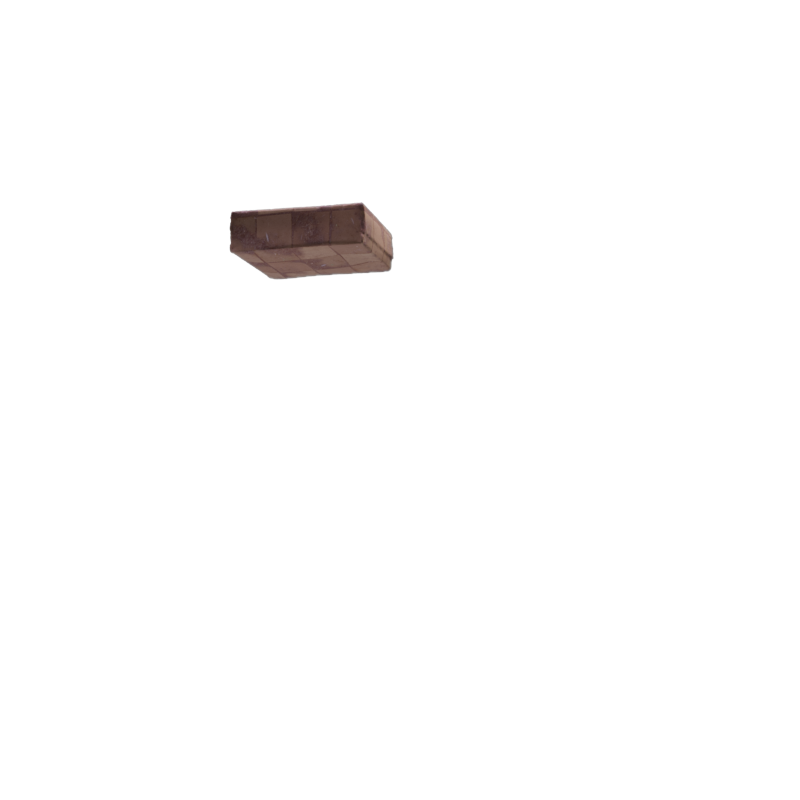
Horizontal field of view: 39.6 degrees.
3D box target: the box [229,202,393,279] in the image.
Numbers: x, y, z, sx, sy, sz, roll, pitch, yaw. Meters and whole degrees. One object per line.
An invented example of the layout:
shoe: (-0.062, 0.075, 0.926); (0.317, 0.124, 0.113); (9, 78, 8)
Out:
box: (-0.070, -0.128, 0.900); (0.115, 0.040, 0.085); (-3, -11, 16)
